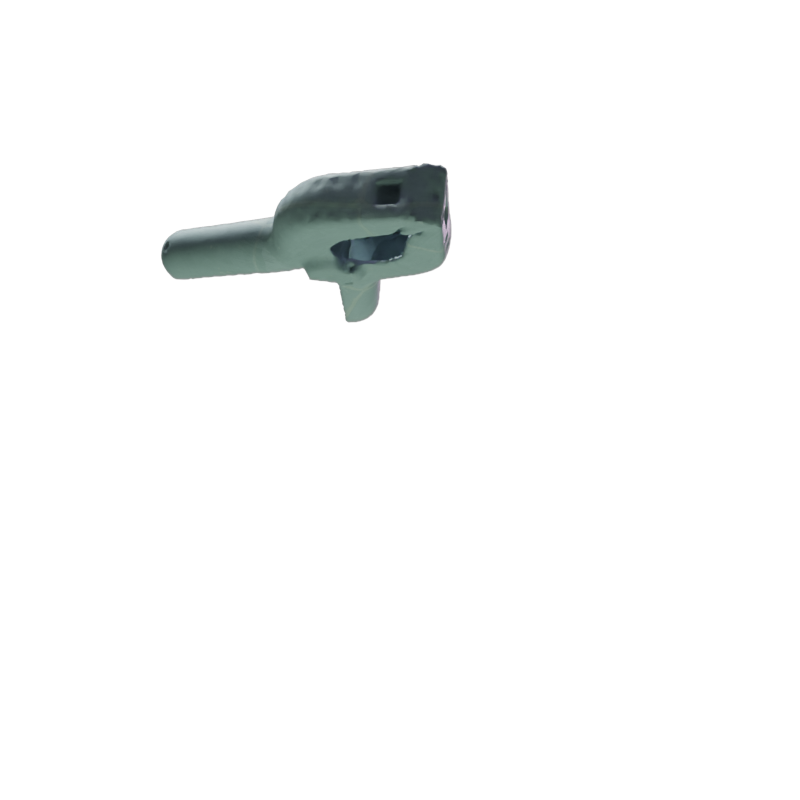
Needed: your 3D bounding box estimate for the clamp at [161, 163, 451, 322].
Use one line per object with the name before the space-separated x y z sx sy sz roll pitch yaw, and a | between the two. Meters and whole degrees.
clamp | -0.040 -0.074 0.517 0.117 0.041 0.170 5 -14 -21
